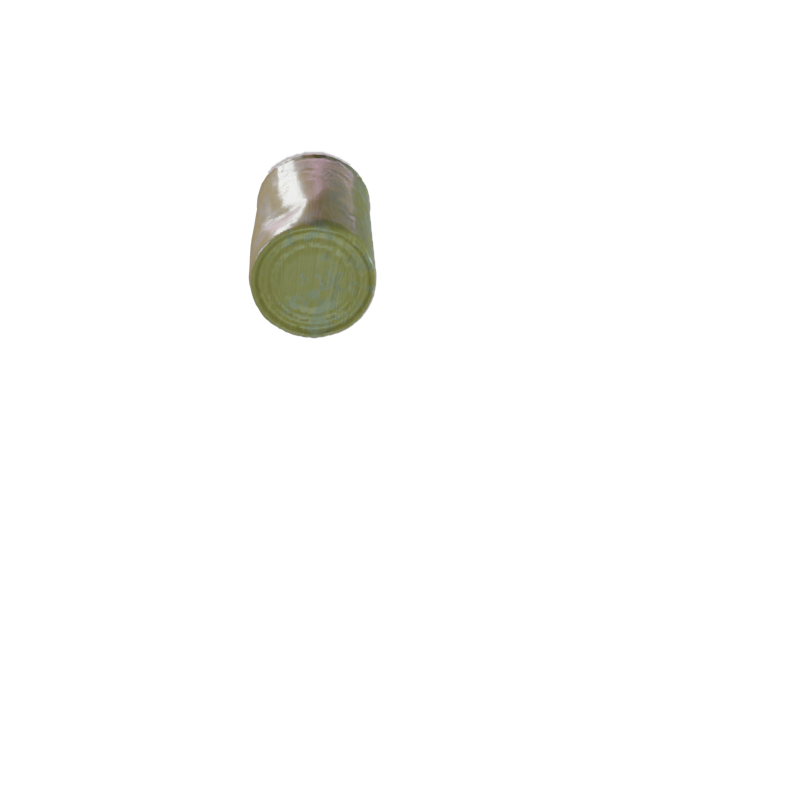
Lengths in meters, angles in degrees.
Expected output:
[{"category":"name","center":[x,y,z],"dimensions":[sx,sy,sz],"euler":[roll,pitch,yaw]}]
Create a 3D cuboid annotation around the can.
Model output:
[{"category":"can","center":[-0.048,-0.088,0.616],"dimensions":[0.068,0.065,0.108],"euler":[0,30,-3]}]
